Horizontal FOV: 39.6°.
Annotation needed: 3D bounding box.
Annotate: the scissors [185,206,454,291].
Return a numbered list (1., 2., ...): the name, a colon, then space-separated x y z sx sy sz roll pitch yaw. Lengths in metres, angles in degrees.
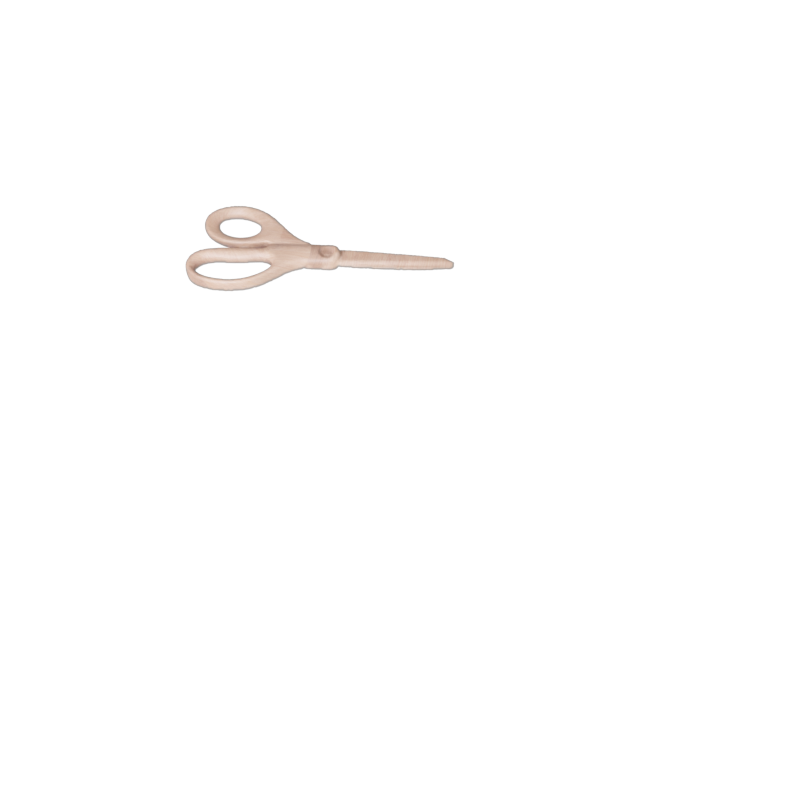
1. scissors: -0.068 -0.124 0.866 0.200 0.104 0.015 -9 -42 -8
